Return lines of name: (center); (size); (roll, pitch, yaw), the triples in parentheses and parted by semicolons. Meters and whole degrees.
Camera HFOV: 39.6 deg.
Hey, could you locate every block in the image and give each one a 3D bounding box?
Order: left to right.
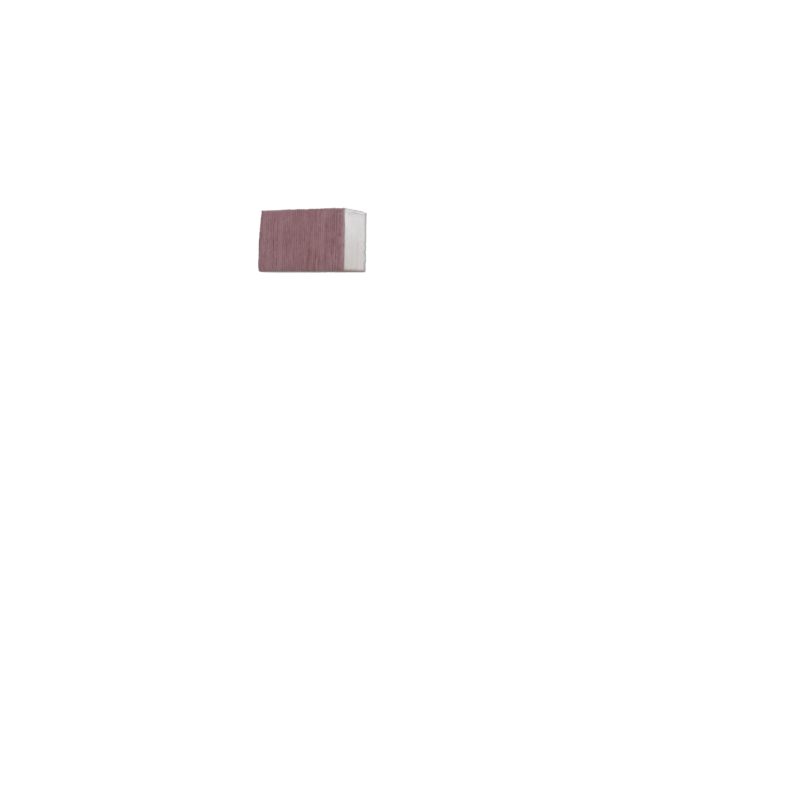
block: (-0.072, -0.132, 0.923); (0.080, 0.051, 0.051); (1, 2, 22)
